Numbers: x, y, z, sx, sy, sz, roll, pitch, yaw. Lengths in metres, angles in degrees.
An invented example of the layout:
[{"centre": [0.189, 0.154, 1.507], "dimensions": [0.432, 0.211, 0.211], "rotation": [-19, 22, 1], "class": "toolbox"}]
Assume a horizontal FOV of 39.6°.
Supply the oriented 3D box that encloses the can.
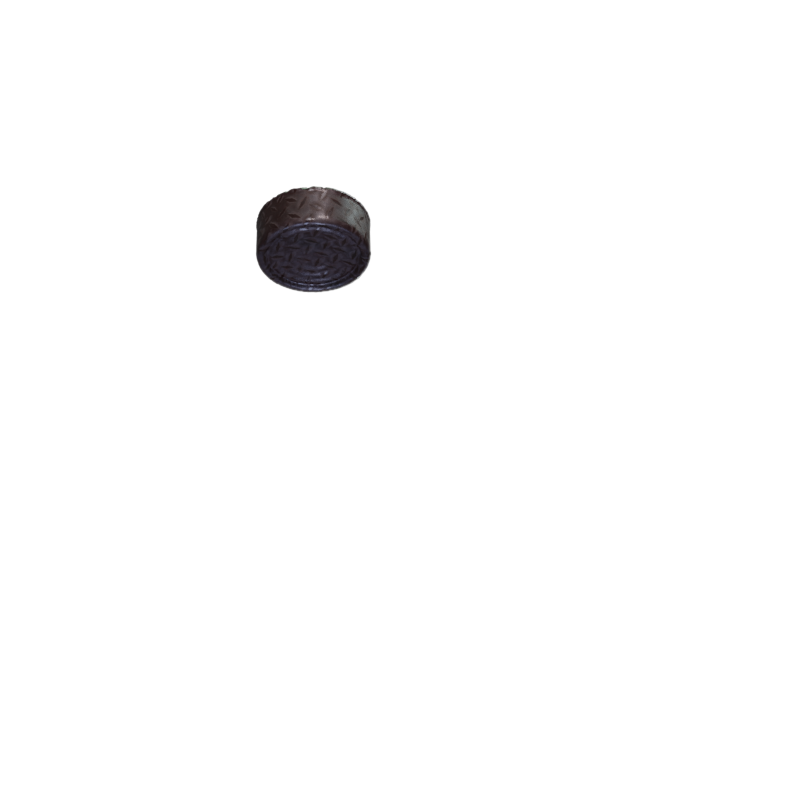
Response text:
[{"centre": [-0.064, -0.117, 0.820], "dimensions": [0.086, 0.036, 0.080], "rotation": [1, -35, -2], "class": "can"}]
